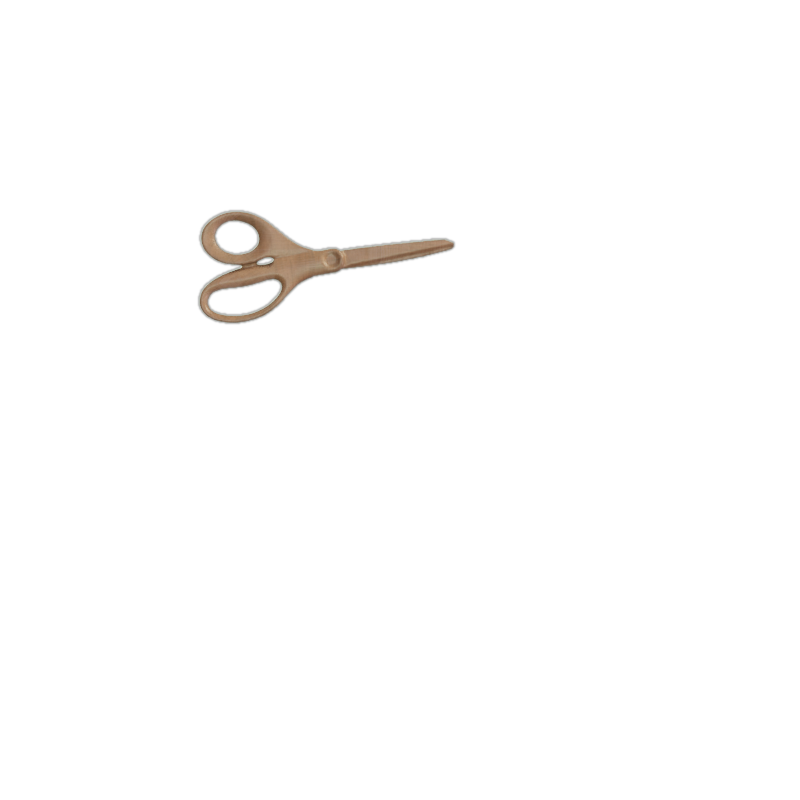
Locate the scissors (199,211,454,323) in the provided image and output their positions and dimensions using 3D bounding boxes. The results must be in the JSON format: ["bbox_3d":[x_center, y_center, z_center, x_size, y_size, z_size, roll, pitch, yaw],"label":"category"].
[{"bbox_3d":[-0.068,-0.124,0.869,0.201,0.098,0.015,-23,-8,-4],"label":"scissors"}]
